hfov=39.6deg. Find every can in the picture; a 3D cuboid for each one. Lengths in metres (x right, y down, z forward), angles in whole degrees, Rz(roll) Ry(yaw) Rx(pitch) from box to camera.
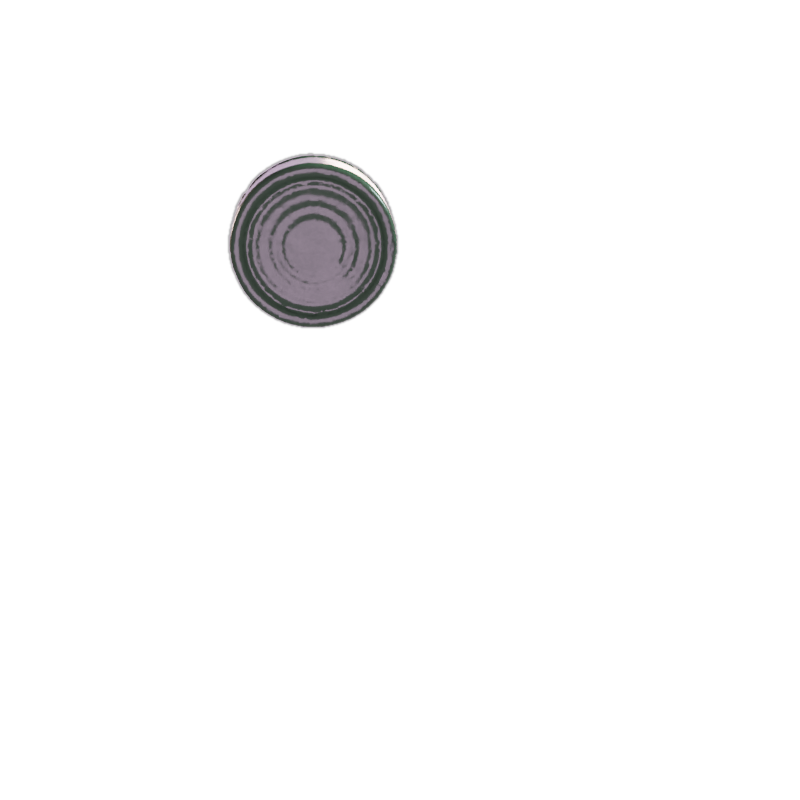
[{"bbox_3d":[-0.044,-0.081,0.567,0.086,0.084,0.035,0,12,-1],"label":"can"}]
